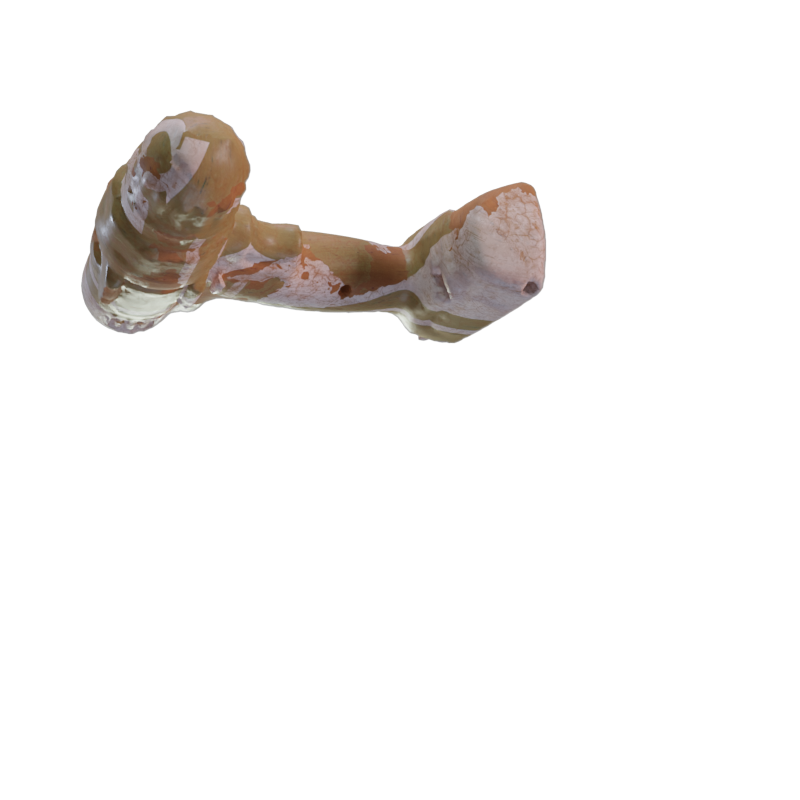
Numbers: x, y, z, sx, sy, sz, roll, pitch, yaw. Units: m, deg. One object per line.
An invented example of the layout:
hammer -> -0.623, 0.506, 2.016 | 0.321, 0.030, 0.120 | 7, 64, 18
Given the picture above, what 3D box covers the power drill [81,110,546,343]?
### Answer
power drill -> -0.037, -0.068, 0.476 | 0.183, 0.059, 0.183 | 4, -11, -20
